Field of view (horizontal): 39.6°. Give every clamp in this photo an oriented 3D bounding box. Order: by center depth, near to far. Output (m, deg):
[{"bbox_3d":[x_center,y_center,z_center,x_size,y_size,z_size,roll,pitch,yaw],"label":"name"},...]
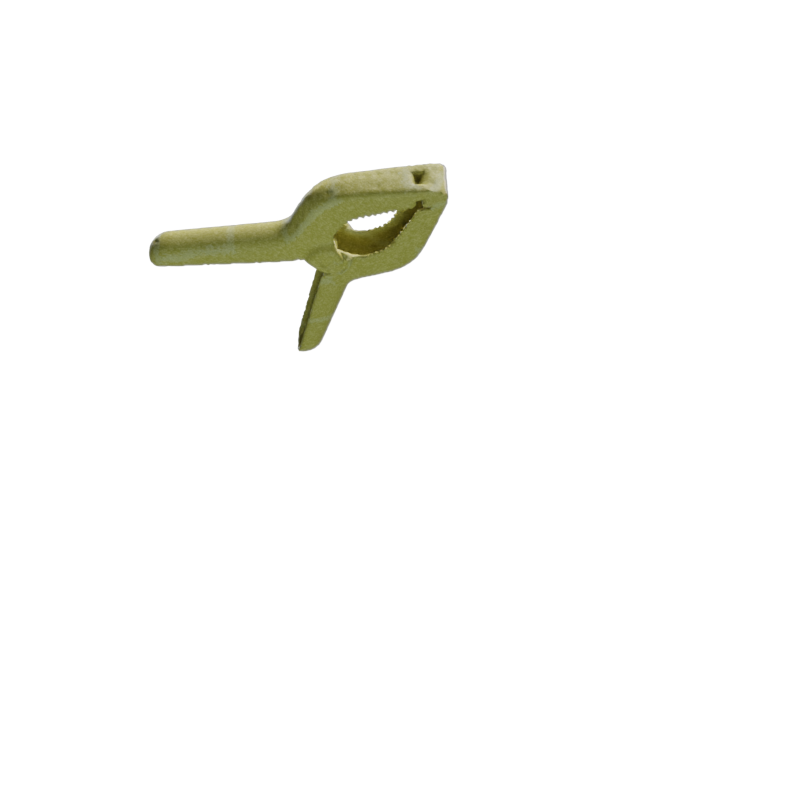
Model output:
[{"bbox_3d":[-0.060,-0.109,0.767,0.155,0.039,0.209,26,-41,-35],"label":"clamp"}]
